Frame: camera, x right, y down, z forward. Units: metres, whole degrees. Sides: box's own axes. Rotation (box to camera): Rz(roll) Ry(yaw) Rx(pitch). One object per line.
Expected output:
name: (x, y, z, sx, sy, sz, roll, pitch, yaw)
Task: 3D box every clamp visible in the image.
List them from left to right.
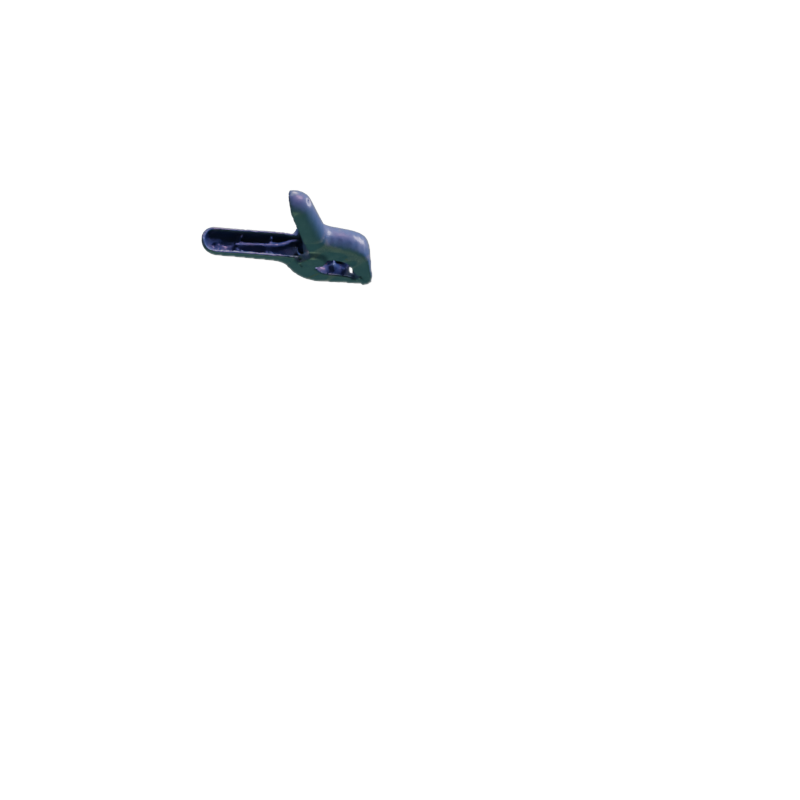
clamp: (-0.078, -0.142, 0.994, 0.163, 0.041, 0.122, 10, -15, -40)
